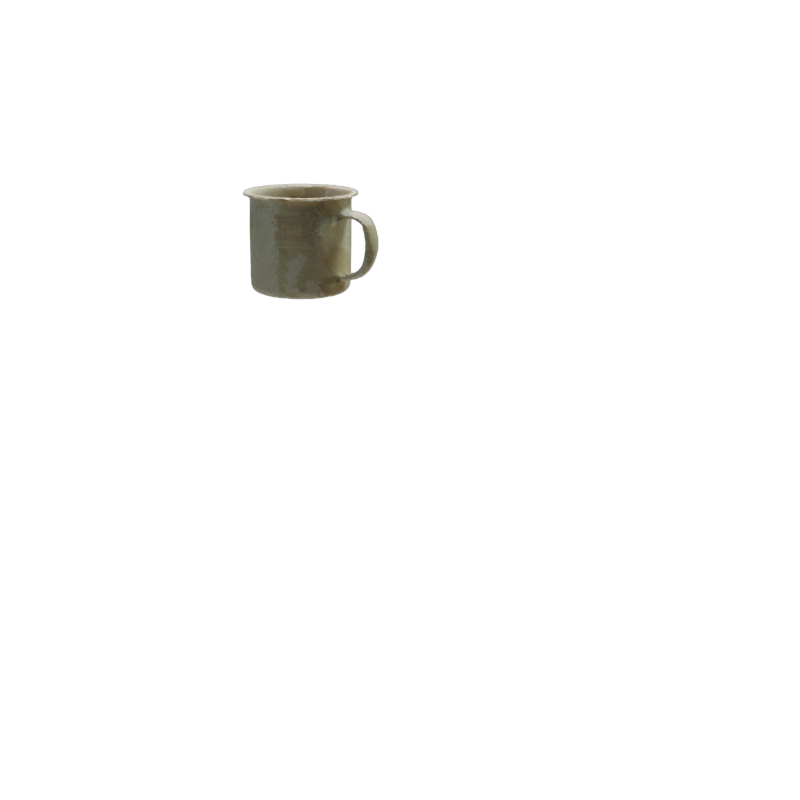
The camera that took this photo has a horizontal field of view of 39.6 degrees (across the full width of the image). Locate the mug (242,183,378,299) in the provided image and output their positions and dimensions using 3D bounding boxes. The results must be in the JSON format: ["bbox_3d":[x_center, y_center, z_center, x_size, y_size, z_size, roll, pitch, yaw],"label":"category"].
[{"bbox_3d":[-0.070,-0.127,0.890,0.122,0.079,0.092,9,17,28],"label":"mug"}]
